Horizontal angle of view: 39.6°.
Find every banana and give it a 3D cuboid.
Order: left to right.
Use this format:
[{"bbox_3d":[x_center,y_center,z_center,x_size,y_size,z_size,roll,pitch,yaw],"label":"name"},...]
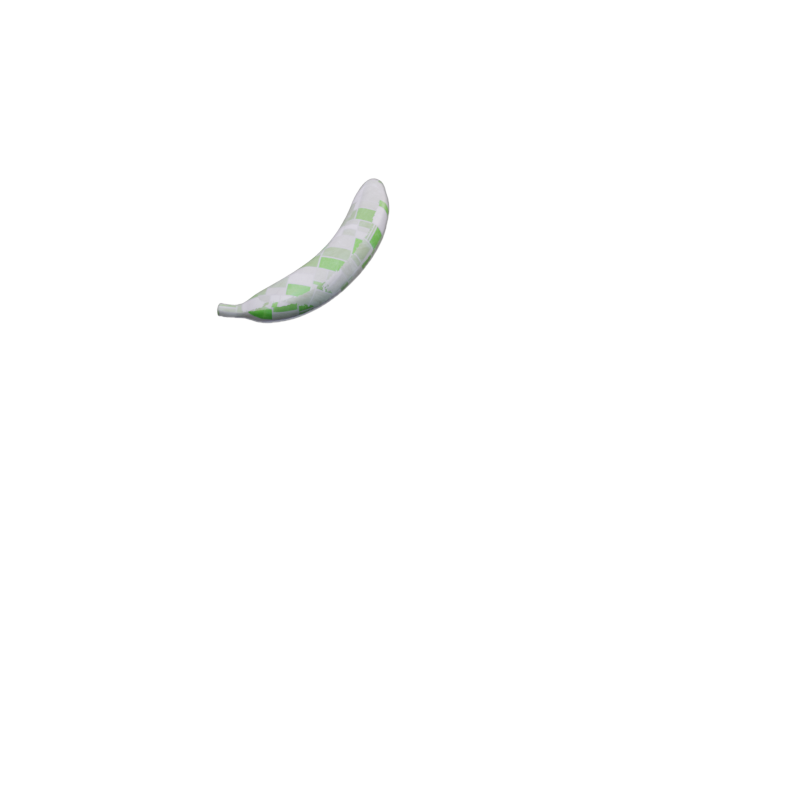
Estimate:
[{"bbox_3d":[-0.062,-0.121,0.927,0.073,0.034,0.201,34,59,23],"label":"banana"}]
